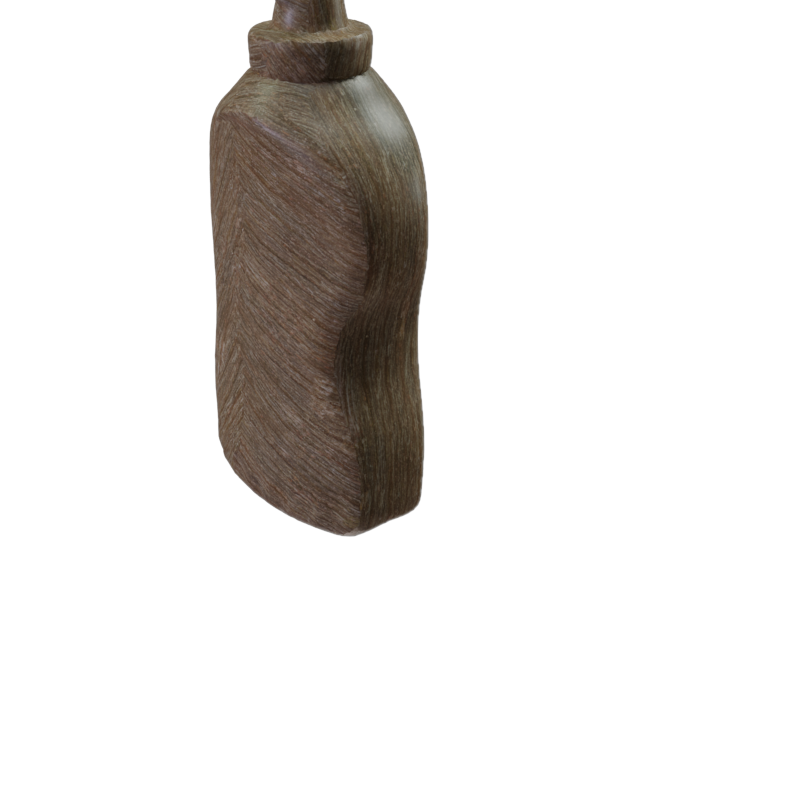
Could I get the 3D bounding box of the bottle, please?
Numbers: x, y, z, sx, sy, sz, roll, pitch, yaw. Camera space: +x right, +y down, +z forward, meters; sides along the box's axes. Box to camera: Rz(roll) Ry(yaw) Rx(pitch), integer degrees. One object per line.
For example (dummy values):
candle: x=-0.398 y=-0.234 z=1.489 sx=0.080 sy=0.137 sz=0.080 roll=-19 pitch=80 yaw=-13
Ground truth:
bottle: x=-0.031 y=-0.055 z=0.389 sx=0.057 sy=0.182 sz=0.103 roll=-15 pitch=29 yaw=-32
